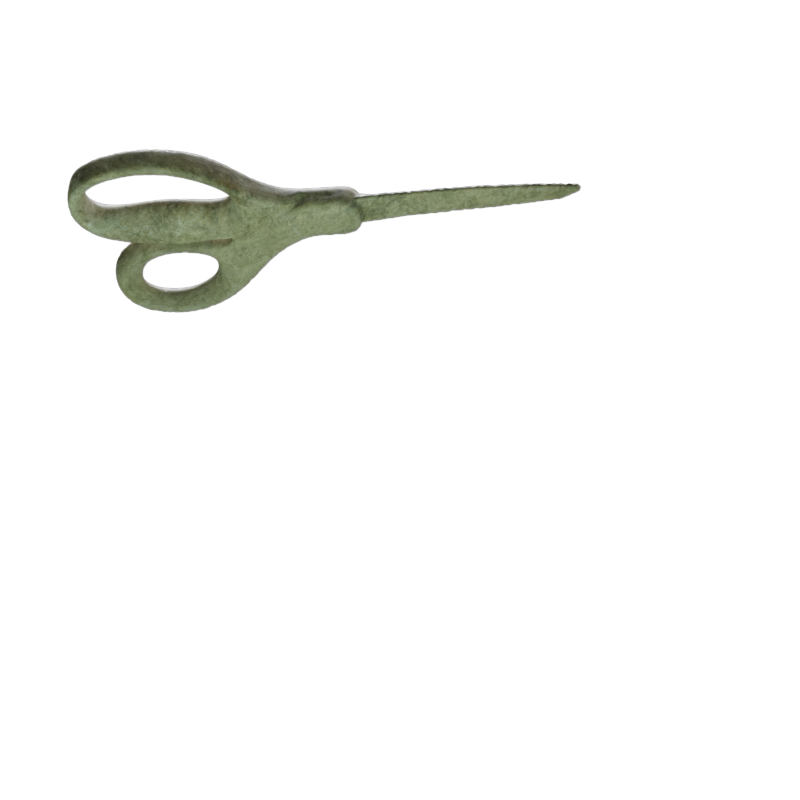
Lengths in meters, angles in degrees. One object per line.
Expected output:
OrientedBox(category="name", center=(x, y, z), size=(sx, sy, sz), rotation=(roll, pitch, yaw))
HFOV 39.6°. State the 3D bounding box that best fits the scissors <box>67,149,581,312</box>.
OrientedBox(category="scissors", center=(-0.036, -0.066, 0.462), size=(0.200, 0.017, 0.091), rotation=(5, -38, -7))
